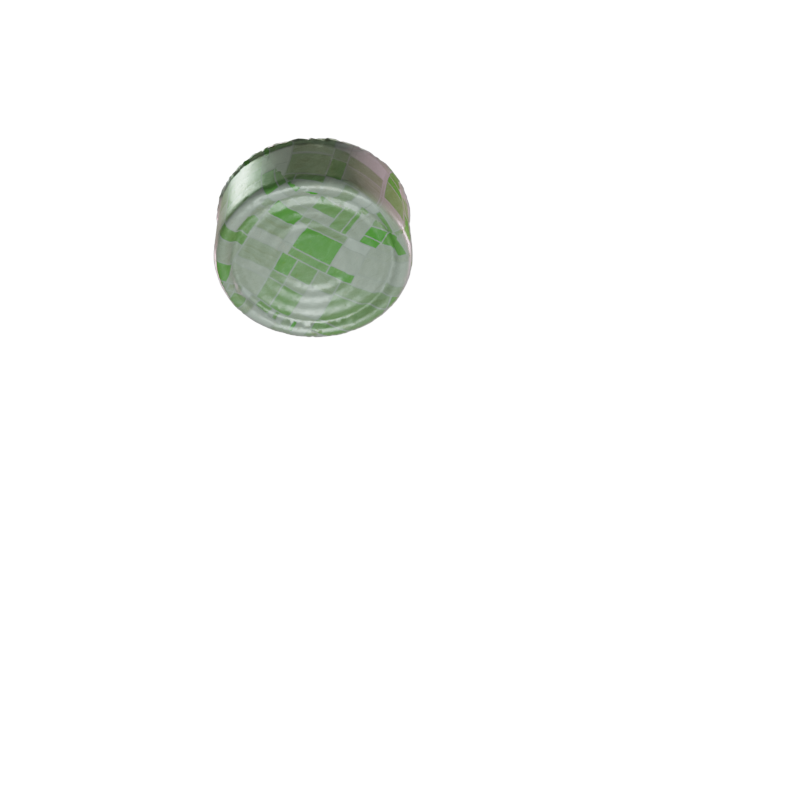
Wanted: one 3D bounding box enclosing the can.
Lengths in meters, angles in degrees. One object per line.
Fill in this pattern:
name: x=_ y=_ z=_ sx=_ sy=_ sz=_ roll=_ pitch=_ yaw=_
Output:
can: x=-0.037 y=-0.068 z=0.479 sx=0.086 sy=0.080 sz=0.036 roll=1 pitch=40 yaw=-1
